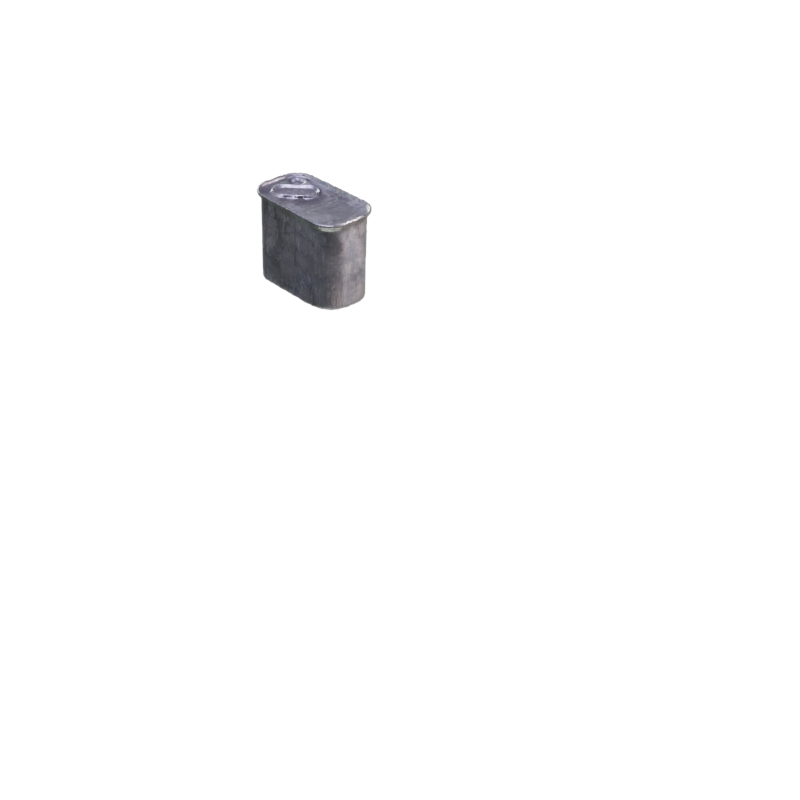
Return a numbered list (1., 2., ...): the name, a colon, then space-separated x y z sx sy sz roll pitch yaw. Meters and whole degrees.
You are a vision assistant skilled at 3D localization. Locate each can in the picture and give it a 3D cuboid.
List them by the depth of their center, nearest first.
1. can: -0.073 -0.133 0.933 0.057 0.079 0.109 -25 41 -36
